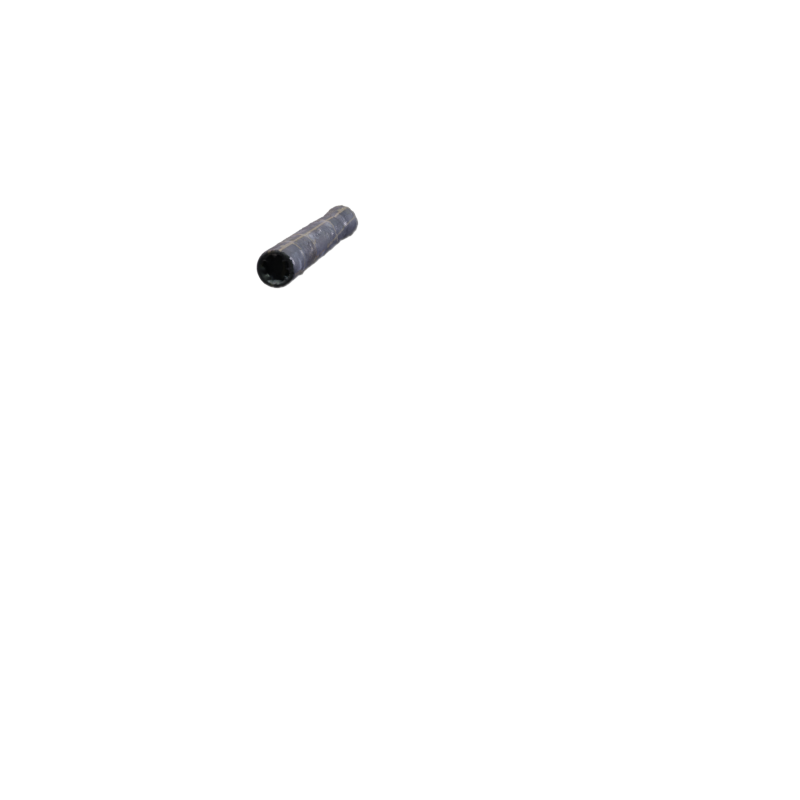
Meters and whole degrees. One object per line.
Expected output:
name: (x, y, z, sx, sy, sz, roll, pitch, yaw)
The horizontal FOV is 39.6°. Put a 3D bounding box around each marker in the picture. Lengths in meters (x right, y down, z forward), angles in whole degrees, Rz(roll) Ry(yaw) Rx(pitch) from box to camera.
marker: (-0.044, -0.081, 0.566, 0.020, 0.019, 0.123, 1, 19, 13)
